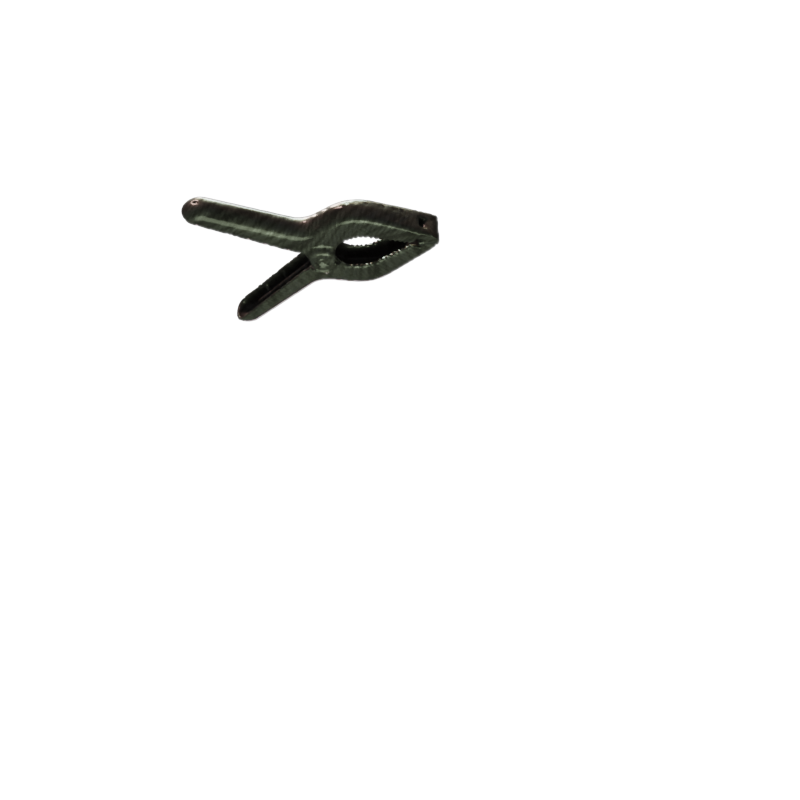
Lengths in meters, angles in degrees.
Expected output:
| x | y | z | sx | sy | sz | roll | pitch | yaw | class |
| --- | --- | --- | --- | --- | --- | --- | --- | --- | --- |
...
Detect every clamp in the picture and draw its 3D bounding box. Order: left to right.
| x | y | z | sx | sy | sz | roll | pitch | yaw | class |
| --- | --- | --- | --- | --- | --- | --- | --- | --- | --- |
| -0.074 | -0.135 | 0.948 | 0.212 | 0.039 | 0.152 | -11 | -34 | 16 | clamp |
